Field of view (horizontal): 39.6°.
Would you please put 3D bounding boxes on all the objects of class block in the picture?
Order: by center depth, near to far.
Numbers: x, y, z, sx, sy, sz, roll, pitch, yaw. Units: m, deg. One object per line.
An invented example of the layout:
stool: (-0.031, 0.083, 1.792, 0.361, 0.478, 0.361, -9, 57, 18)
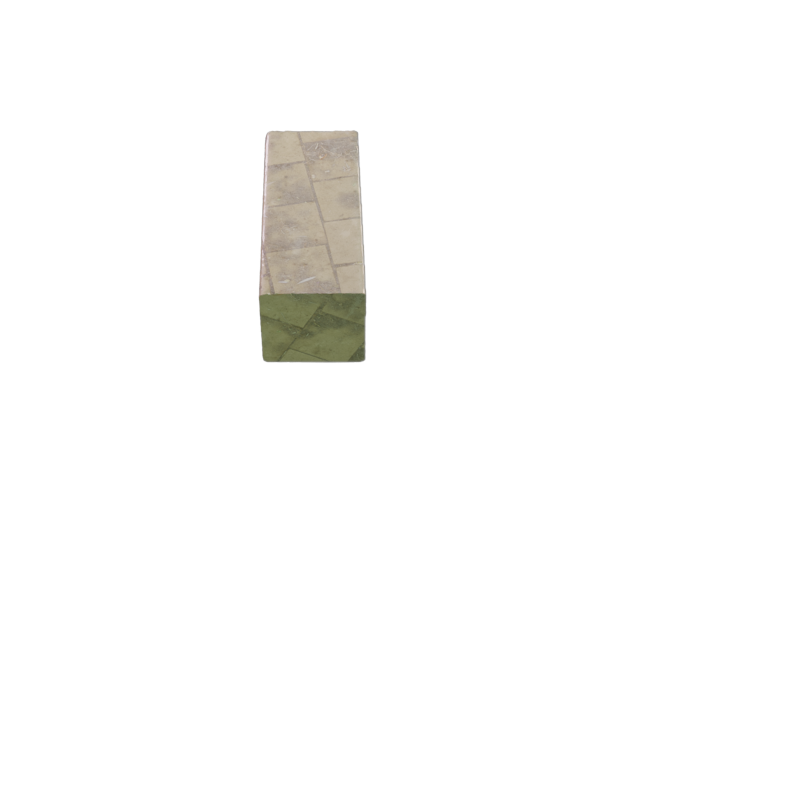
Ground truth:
block: (-0.078, -0.142, 0.993, 0.090, 0.221, 0.084, -1, -41, -2)
